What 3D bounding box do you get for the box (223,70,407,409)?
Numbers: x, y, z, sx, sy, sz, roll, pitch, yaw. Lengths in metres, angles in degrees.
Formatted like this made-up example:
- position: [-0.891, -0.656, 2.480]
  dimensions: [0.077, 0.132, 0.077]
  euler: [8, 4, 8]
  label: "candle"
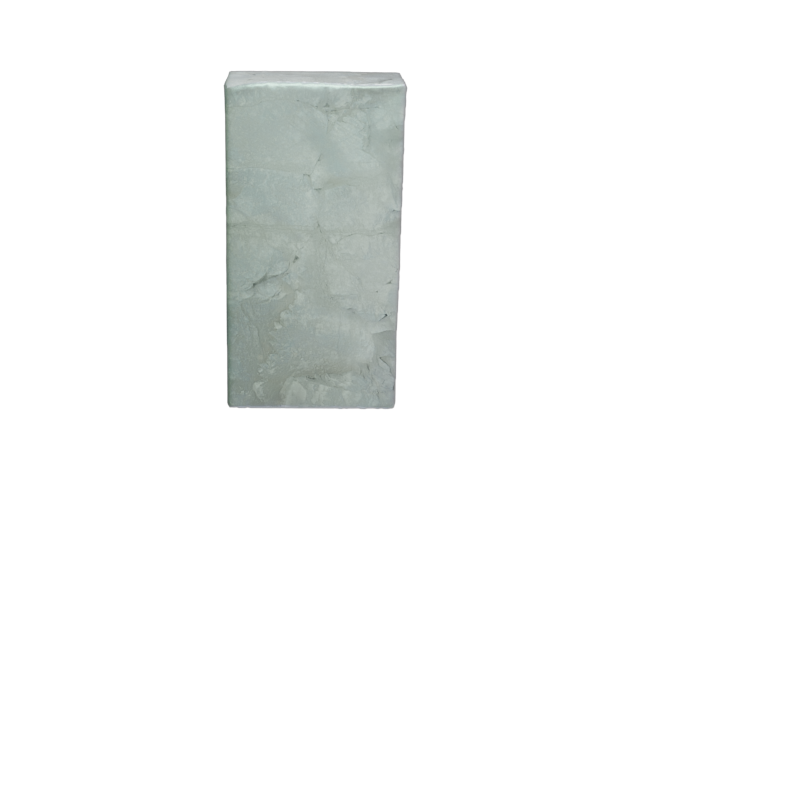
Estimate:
- position: [-0.046, -0.084, 0.586]
  dimensions: [0.093, 0.169, 0.050]
  euler: [0, 20, -2]
  label: "box"
